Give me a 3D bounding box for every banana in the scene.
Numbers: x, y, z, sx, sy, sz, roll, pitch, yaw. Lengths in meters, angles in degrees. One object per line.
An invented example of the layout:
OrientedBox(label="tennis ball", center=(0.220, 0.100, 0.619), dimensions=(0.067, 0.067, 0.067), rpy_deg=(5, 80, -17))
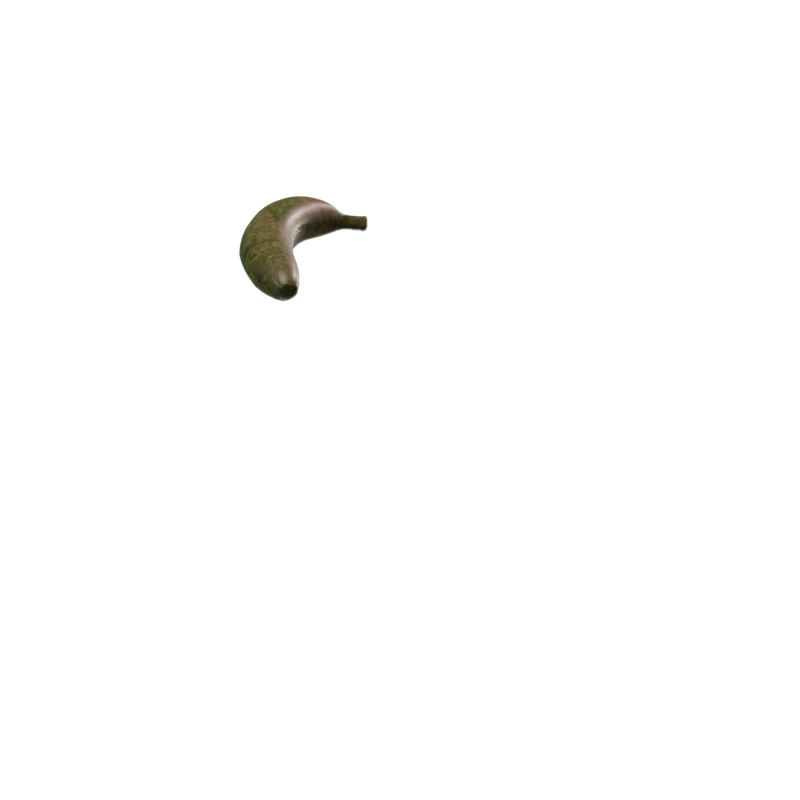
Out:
OrientedBox(label="banana", center=(-0.079, -0.117, 0.804), dimensions=(0.071, 0.035, 0.203), rpy_deg=(6, 25, 12))
